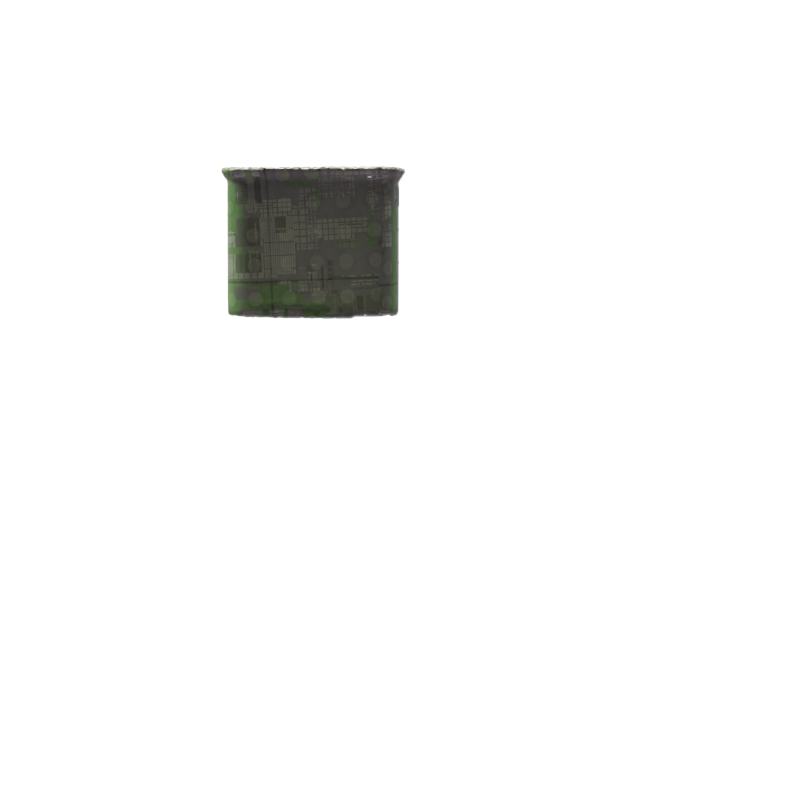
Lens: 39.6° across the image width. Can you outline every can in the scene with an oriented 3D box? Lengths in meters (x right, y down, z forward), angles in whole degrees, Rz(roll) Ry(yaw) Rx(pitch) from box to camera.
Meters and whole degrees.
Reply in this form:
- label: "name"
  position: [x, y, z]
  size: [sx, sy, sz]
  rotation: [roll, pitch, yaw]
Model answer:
- label: "can"
  position: [-0.049, -0.090, 0.633]
  size: [0.104, 0.083, 0.057]
  rotation: [1, 4, 12]
